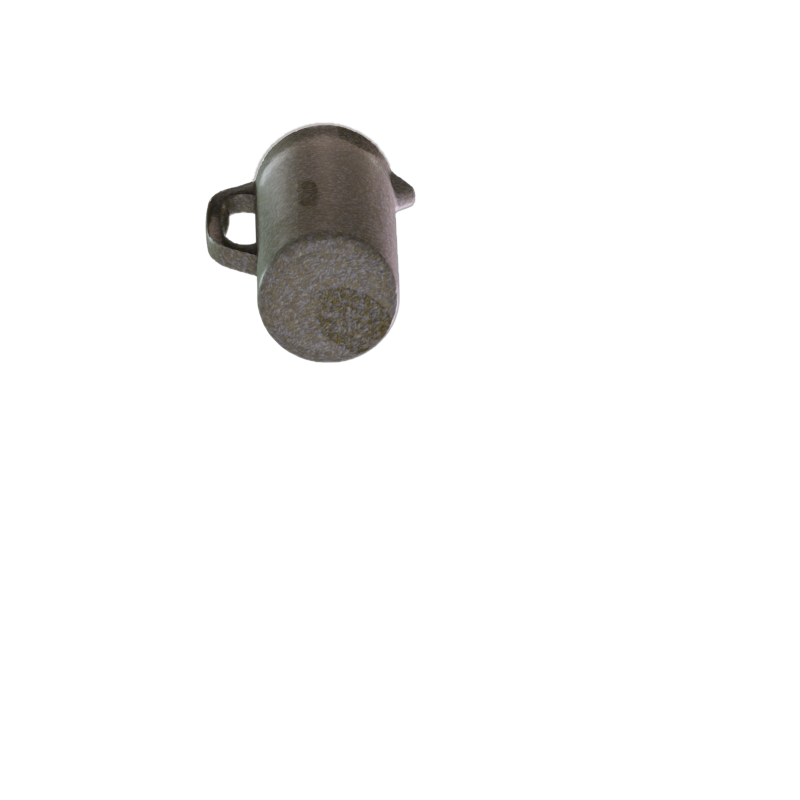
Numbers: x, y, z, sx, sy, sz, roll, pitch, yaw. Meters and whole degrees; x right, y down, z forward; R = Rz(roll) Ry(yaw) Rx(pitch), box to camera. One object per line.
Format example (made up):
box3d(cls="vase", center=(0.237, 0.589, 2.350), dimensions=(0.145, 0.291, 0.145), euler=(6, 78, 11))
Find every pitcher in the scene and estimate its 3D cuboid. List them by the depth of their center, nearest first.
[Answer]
box3d(cls="pitcher", center=(-0.073, -0.133, 0.935), dimensions=(0.138, 0.148, 0.257), euler=(41, 19, -22))
